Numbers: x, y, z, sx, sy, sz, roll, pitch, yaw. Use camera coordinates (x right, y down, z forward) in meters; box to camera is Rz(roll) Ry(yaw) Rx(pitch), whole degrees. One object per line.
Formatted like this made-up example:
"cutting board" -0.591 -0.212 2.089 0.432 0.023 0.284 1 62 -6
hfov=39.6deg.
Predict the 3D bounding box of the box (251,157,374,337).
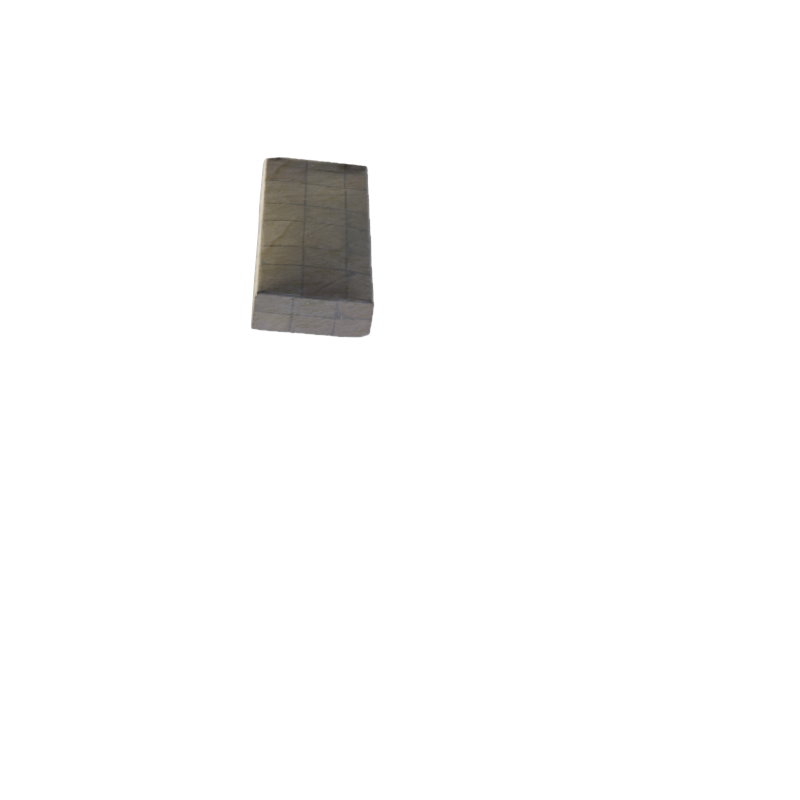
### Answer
"box" -0.071 -0.130 0.906 0.092 0.189 0.045 3 -44 -7
